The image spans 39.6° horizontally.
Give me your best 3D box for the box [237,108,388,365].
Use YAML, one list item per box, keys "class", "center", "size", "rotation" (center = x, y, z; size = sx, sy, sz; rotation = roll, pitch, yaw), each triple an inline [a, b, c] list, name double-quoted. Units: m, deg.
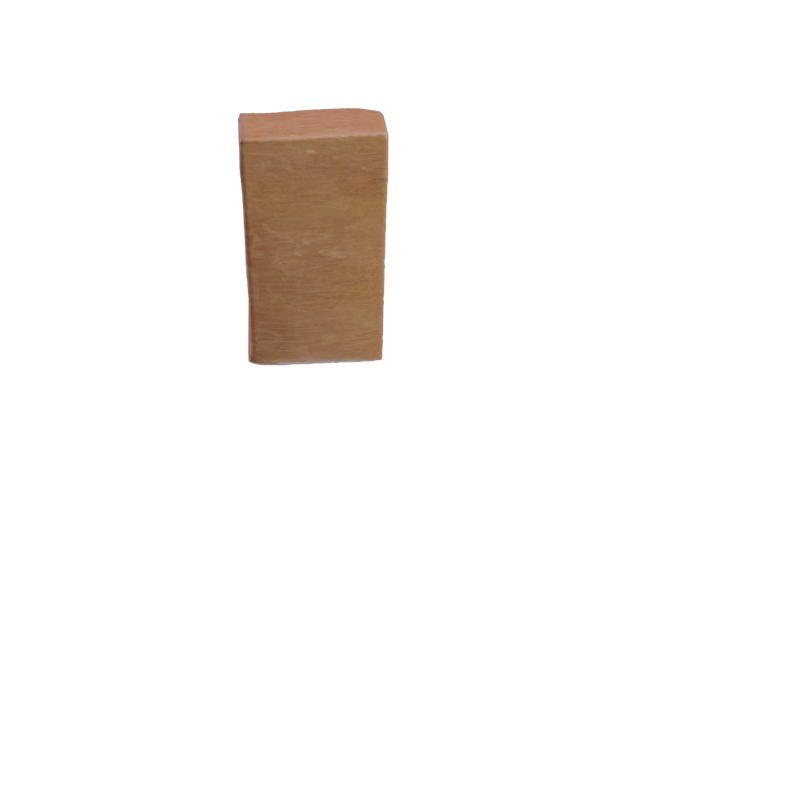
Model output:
- class: "box"
  center: [-0.057, -0.104, 0.727]
  size: [0.093, 0.165, 0.051]
  rotation: [-1, 34, -5]
